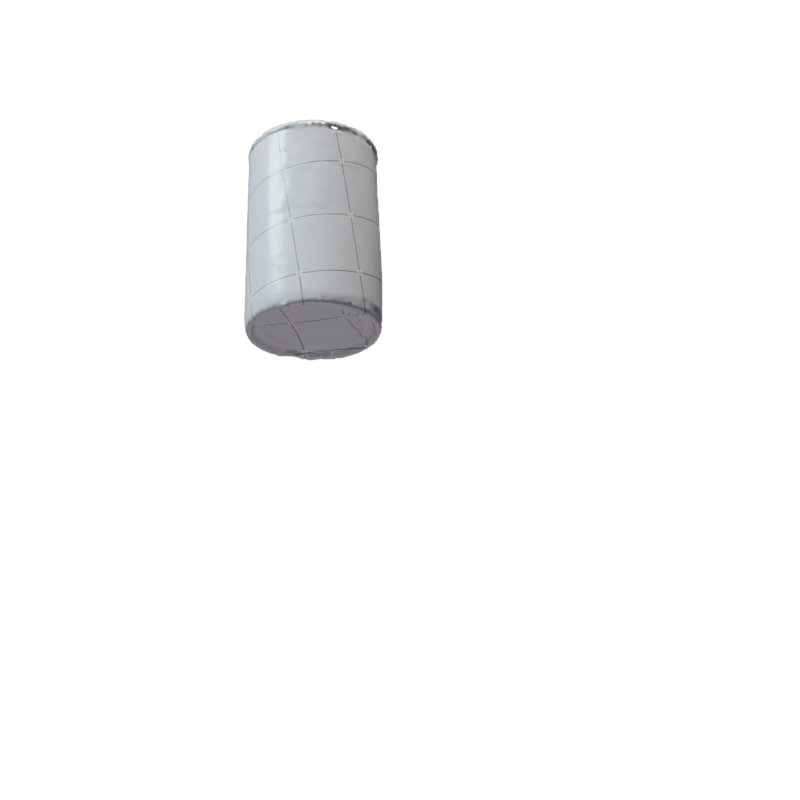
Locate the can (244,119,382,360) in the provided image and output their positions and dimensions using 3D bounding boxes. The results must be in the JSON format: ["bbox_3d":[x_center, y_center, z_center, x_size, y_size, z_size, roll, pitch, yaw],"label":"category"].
[{"bbox_3d":[-0.043,-0.079,0.555,0.068,0.108,0.065,0,-27,-2],"label":"can"}]
